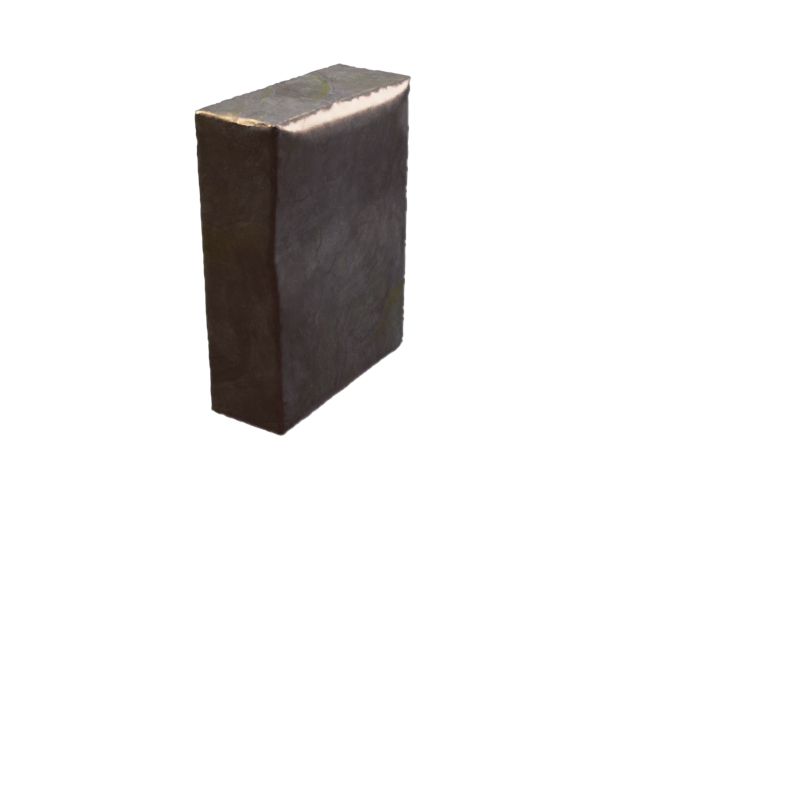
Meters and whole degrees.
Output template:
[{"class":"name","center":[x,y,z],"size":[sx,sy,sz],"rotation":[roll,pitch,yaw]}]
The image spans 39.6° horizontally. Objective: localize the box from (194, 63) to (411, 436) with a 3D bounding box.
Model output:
[{"class":"box","center":[-0.060,-0.109,0.764],"size":[0.075,0.203,0.165],"rotation":[15,29,28]}]
